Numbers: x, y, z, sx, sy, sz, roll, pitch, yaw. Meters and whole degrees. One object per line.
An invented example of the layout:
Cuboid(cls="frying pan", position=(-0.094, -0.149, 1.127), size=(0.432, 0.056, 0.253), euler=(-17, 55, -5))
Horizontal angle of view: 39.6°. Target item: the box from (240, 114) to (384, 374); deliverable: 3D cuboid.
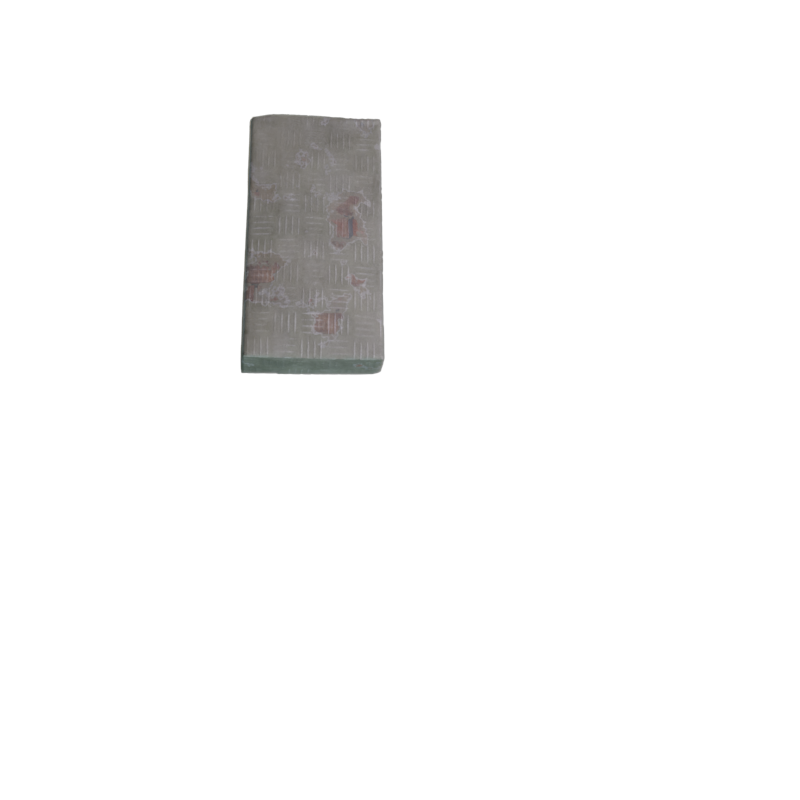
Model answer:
Cuboid(cls="box", position=(-0.058, -0.106, 0.744), size=(0.093, 0.185, 0.046), euler=(0, -20, -5))
